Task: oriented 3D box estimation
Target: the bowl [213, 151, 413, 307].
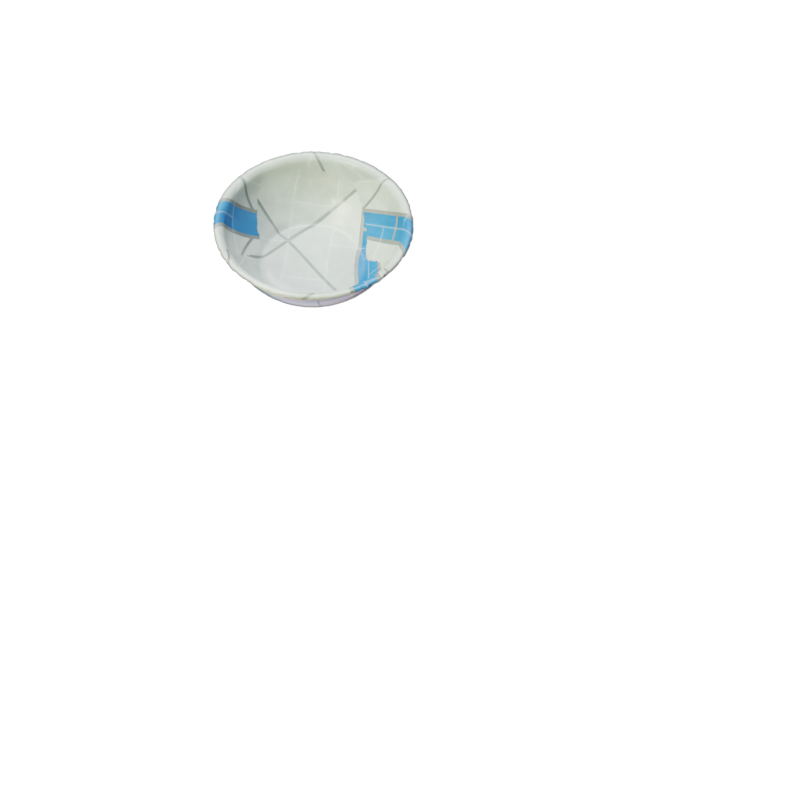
[{"bbox_3d":[-0.071,-0.130,0.911,0.162,0.174,0.051,-1,-38,-1],"label":"bowl"}]
